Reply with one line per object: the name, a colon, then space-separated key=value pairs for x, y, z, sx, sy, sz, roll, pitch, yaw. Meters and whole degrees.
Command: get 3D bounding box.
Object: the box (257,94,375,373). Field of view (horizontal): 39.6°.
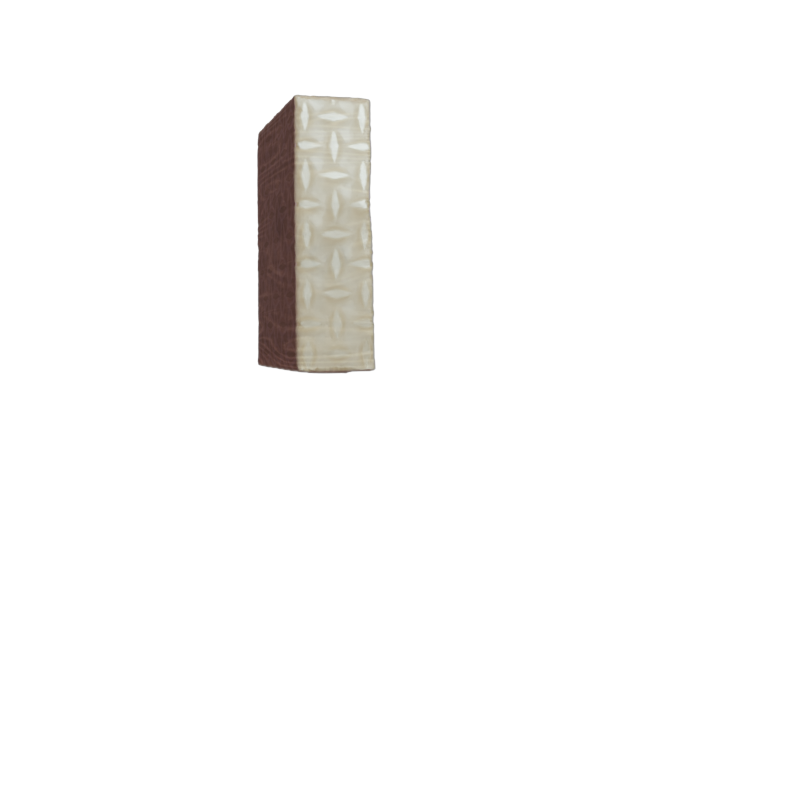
box: x=-0.072 y=-0.132 z=0.926 sx=0.070 sy=0.216 sz=0.166 roll=1 pitch=-2 yaw=-17
